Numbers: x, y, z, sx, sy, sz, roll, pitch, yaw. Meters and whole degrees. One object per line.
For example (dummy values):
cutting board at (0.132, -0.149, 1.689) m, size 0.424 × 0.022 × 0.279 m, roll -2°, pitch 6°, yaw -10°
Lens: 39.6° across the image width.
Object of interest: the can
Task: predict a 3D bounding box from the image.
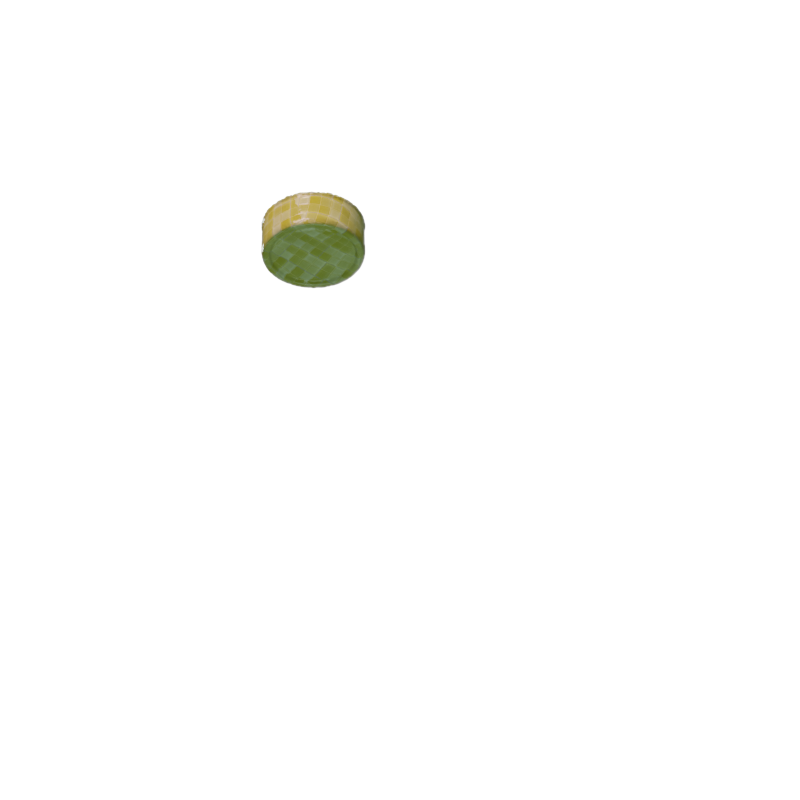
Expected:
can at (-0.071, -0.130, 0.909) m, size 0.086 × 0.036 × 0.080 m, roll 1°, pitch -36°, yaw -2°
